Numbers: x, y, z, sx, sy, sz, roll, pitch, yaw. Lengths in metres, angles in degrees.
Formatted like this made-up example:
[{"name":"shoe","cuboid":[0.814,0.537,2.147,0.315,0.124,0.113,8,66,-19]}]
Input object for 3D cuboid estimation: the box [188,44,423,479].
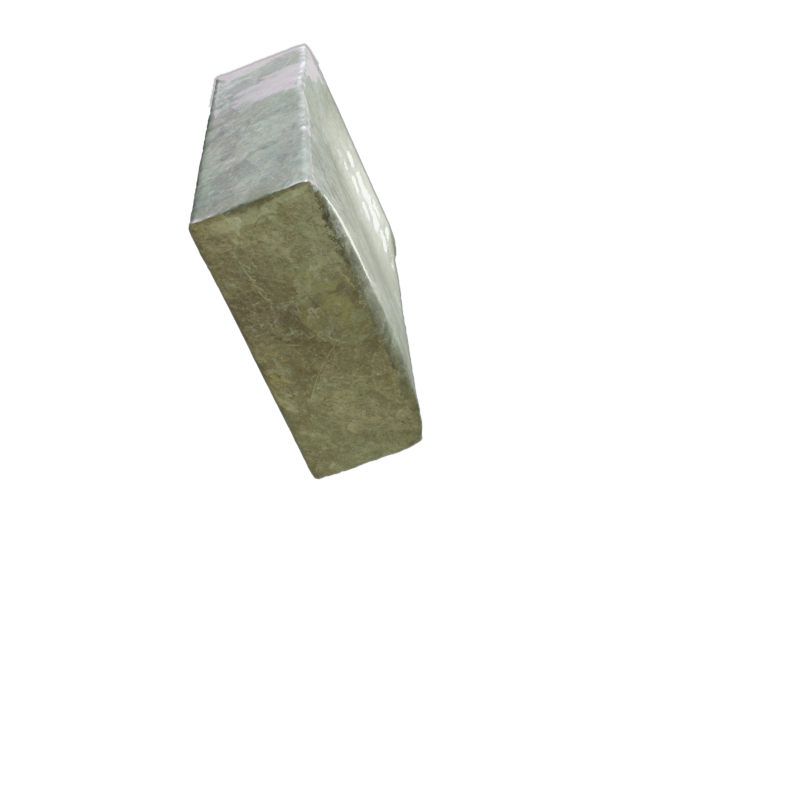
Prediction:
[{"name":"box","cuboid":[-0.050,-0.090,0.633,0.072,0.153,0.228,-20,31,9]}]
